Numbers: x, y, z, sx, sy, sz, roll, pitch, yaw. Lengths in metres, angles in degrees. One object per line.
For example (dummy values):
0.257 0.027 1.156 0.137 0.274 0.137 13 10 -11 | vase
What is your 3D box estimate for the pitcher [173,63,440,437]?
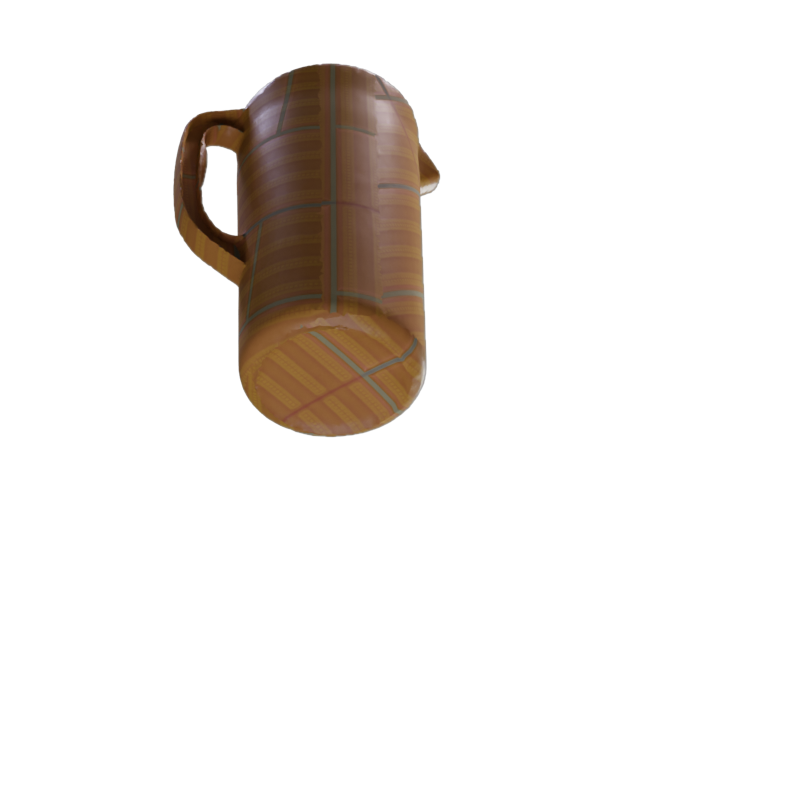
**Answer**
-0.056 -0.102 0.715 0.150 0.261 0.134 -20 -48 16 | pitcher
